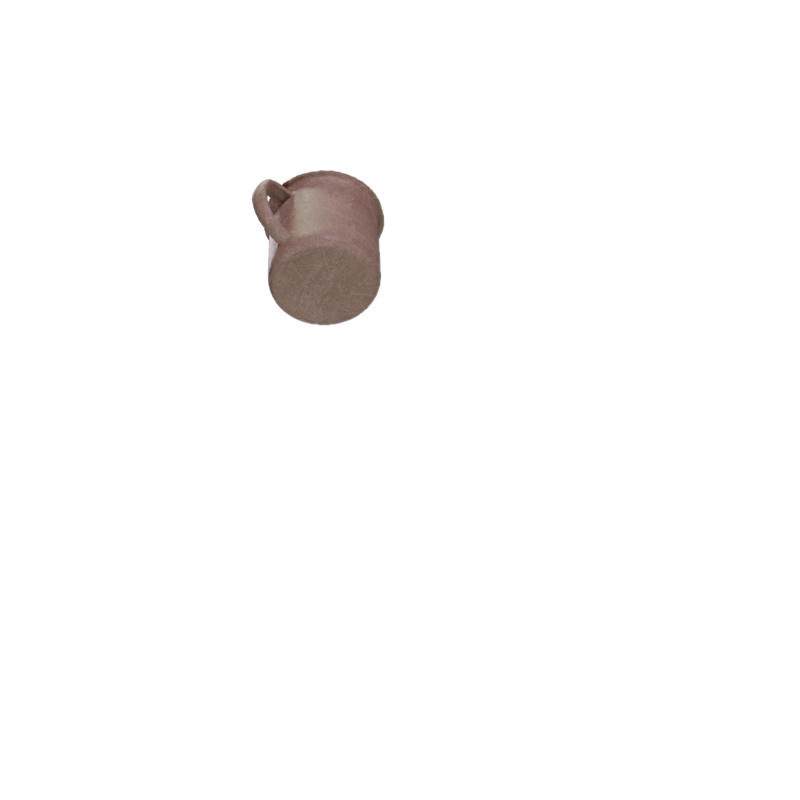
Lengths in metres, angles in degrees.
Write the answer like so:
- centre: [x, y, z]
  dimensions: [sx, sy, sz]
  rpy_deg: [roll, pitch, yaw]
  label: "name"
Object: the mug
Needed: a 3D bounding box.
- centre: [-0.064, -0.116, 0.815]
  dimensions: [0.093, 0.087, 0.110]
  rpy_deg: [-34, -57, 23]
  label: "mug"
